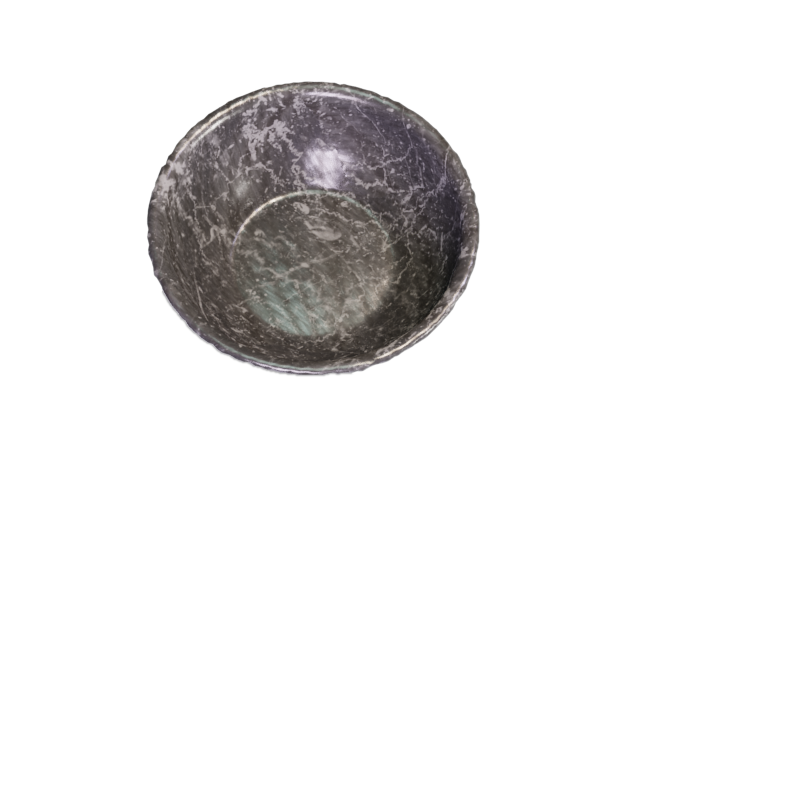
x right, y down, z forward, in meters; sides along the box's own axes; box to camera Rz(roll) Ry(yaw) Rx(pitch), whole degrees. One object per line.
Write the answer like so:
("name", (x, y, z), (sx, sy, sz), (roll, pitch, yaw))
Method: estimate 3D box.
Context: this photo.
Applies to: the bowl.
("bowl", (-0.044, -0.080, 0.561), (0.162, 0.171, 0.052), (-1, -25, -1))
